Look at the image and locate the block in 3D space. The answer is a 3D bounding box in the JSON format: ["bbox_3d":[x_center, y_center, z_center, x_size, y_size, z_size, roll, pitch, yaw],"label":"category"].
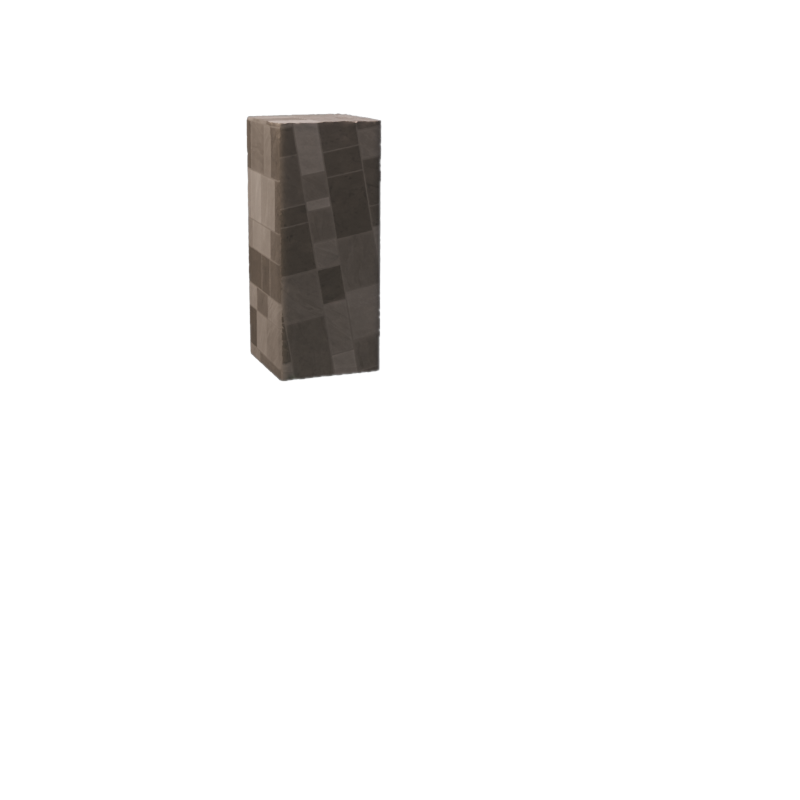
[{"bbox_3d":[-0.073,-0.132,0.921,0.088,0.201,0.095,-4,13,-22],"label":"block"}]
